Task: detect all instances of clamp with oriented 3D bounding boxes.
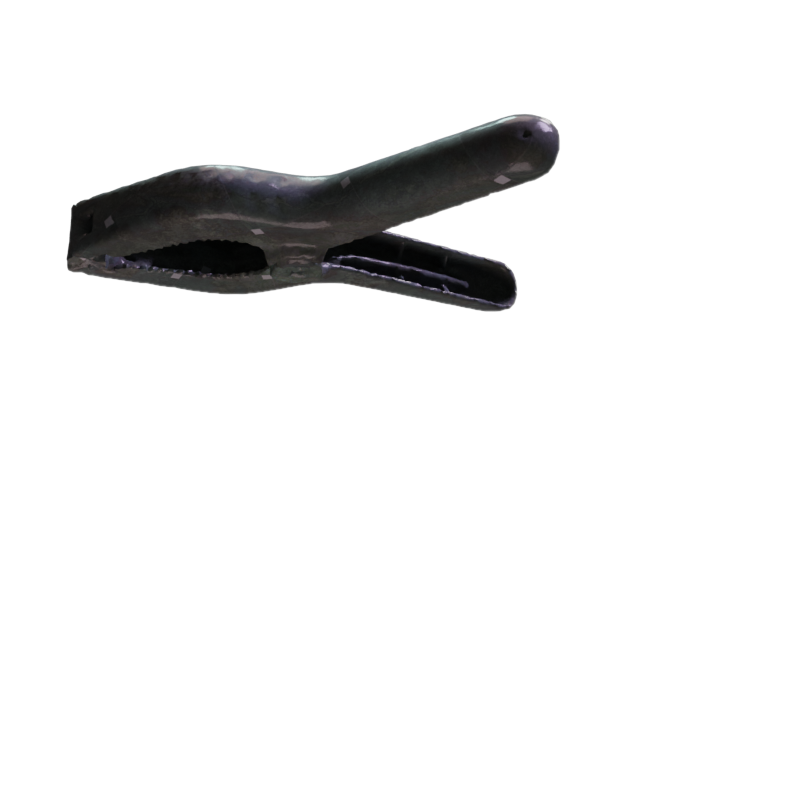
[{"bbox_3d":[-0.038,-0.070,0.487,0.212,0.038,0.155,-3,-18,9],"label":"clamp"}]
